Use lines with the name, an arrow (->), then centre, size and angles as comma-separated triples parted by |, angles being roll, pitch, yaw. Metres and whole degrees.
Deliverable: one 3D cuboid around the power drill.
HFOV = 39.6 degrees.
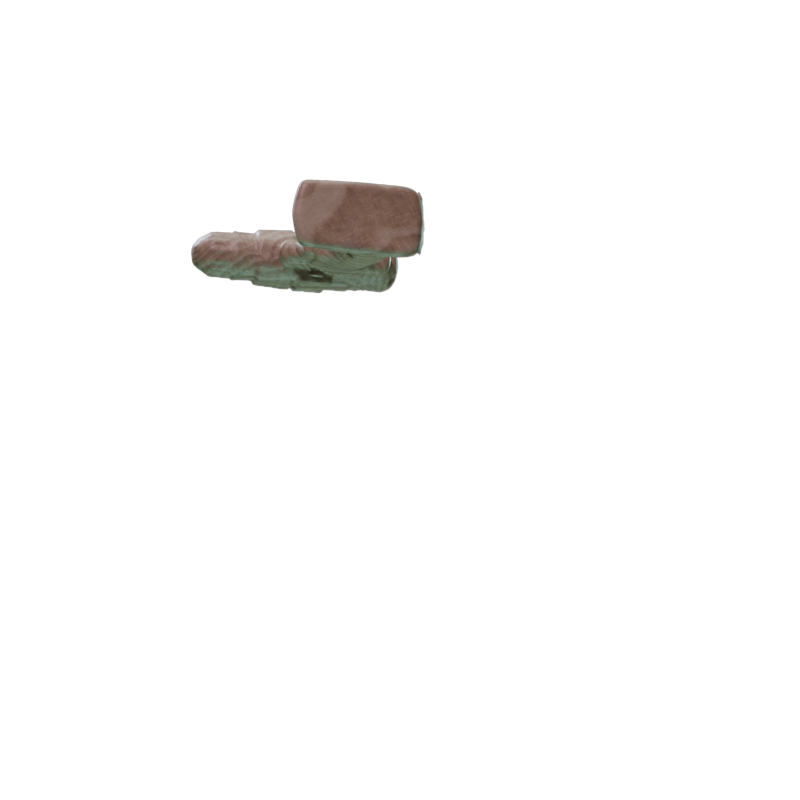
power drill -> -0.072, -0.131, 0.918 | 0.181, 0.059, 0.187 | 1, -5, -16
